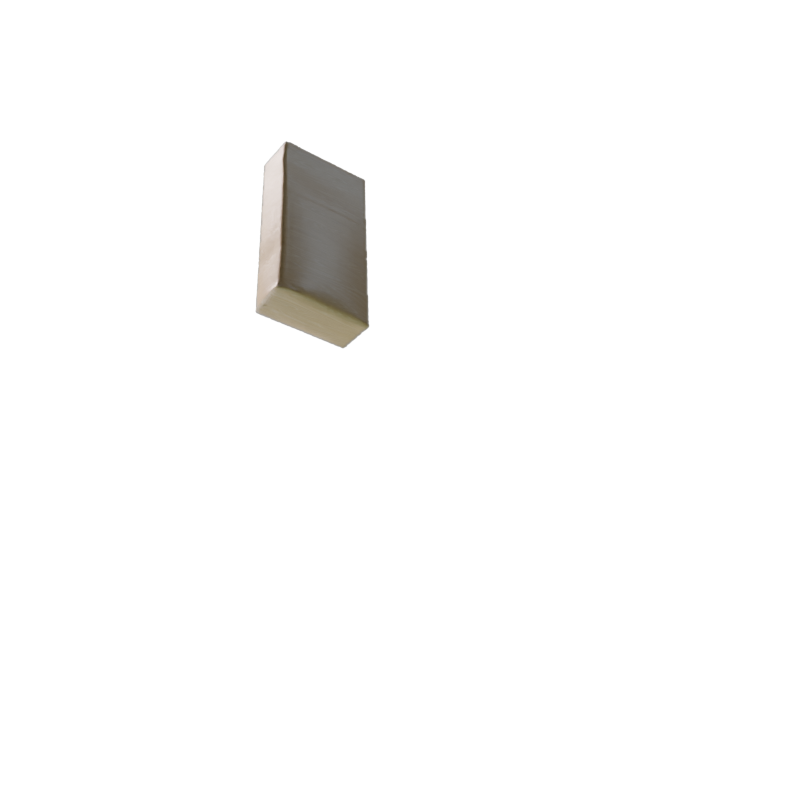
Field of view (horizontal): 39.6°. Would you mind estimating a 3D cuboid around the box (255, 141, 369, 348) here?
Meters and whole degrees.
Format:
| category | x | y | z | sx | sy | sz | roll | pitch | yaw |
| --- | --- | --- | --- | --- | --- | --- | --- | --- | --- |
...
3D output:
| category | x | y | z | sx | sy | sz | roll | pitch | yaw |
| --- | --- | --- | --- | --- | --- | --- | --- | --- | --- |
| box | -0.077 | -0.140 | 0.983 | 0.089 | 0.189 | 0.047 | 22 | -47 | -27 |
